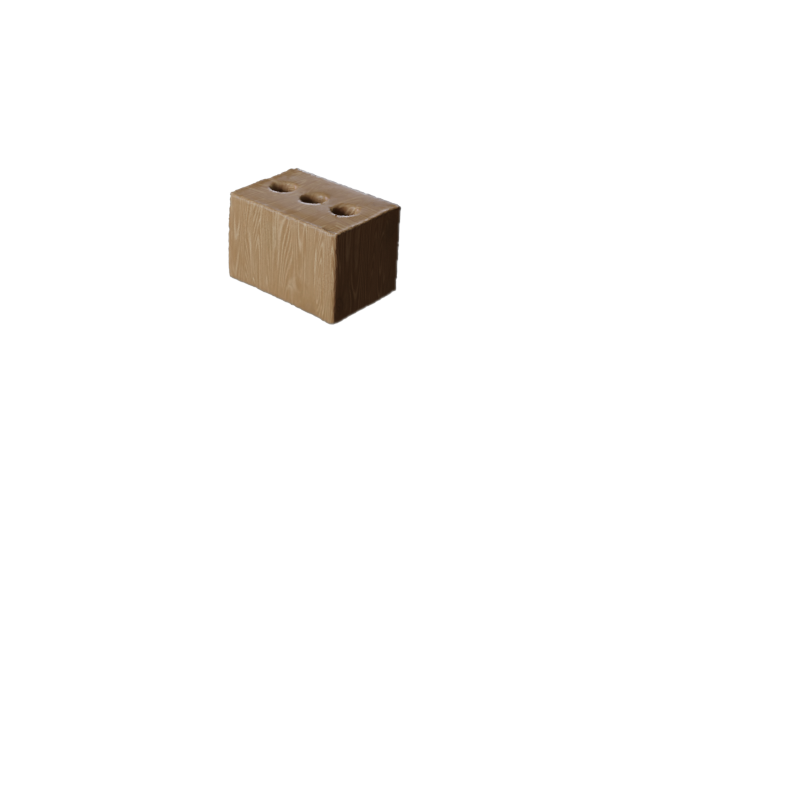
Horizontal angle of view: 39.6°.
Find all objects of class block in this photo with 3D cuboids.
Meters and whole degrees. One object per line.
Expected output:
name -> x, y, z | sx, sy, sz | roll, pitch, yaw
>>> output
block -> -0.045, -0.083, 0.581 | 0.083, 0.048, 0.053 | 25, 38, 34
